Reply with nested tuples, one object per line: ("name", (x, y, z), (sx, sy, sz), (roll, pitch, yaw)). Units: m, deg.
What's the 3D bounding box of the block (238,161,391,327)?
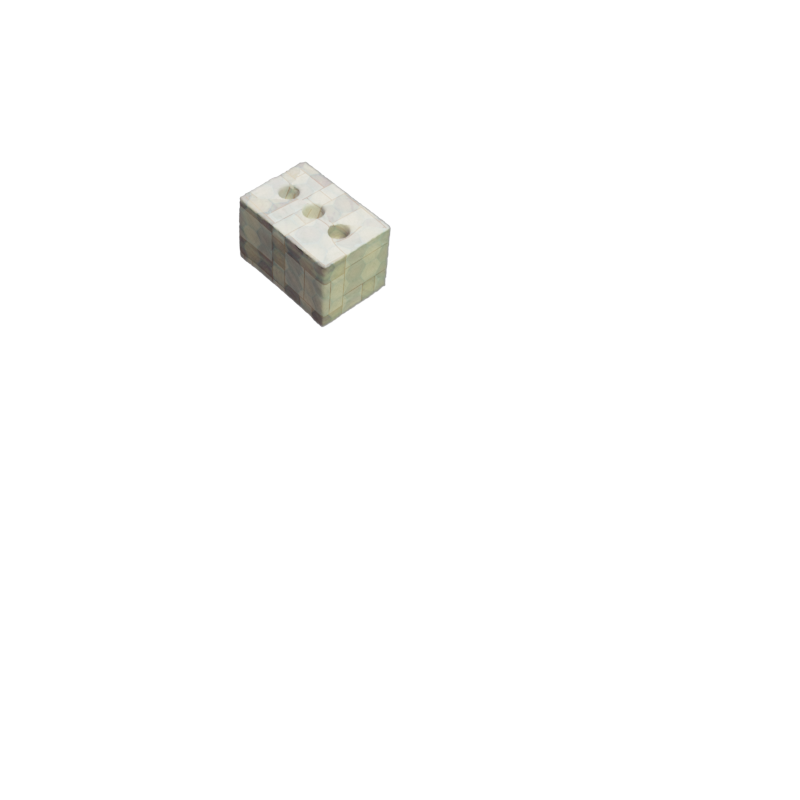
("block", (-0.051, -0.093, 0.648), (0.053, 0.048, 0.083), (-34, 57, -27))
